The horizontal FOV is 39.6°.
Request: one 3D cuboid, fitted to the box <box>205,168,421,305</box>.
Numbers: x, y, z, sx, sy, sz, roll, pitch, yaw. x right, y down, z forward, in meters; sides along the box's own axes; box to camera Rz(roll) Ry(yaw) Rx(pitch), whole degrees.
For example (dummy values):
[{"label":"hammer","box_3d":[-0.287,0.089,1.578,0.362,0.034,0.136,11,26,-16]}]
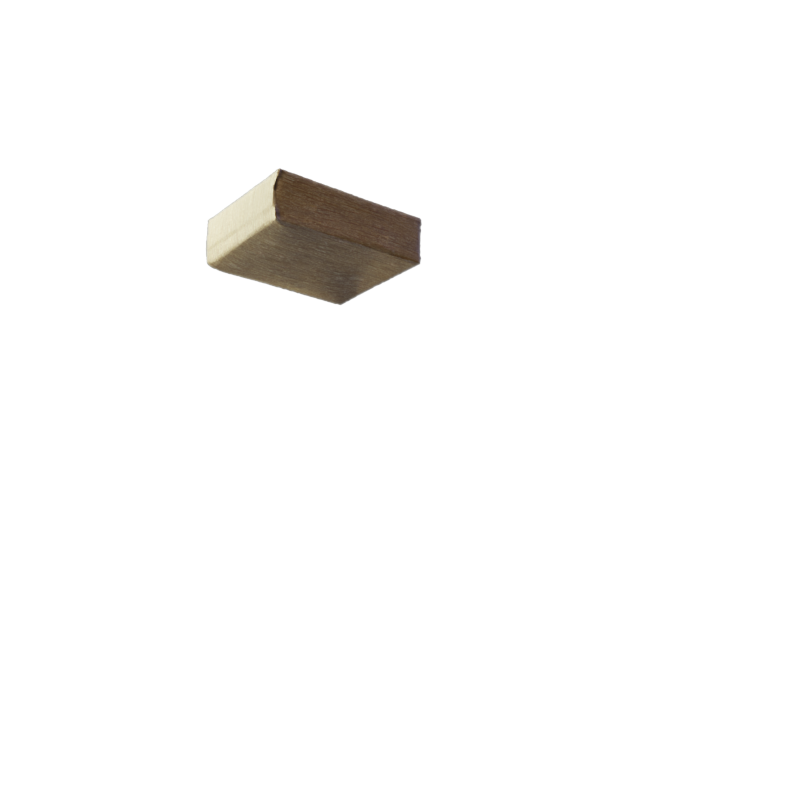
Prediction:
[{"label":"box","box_3d":[-0.056,-0.102,0.717,0.108,0.041,0.090,13,-23,-34]}]
